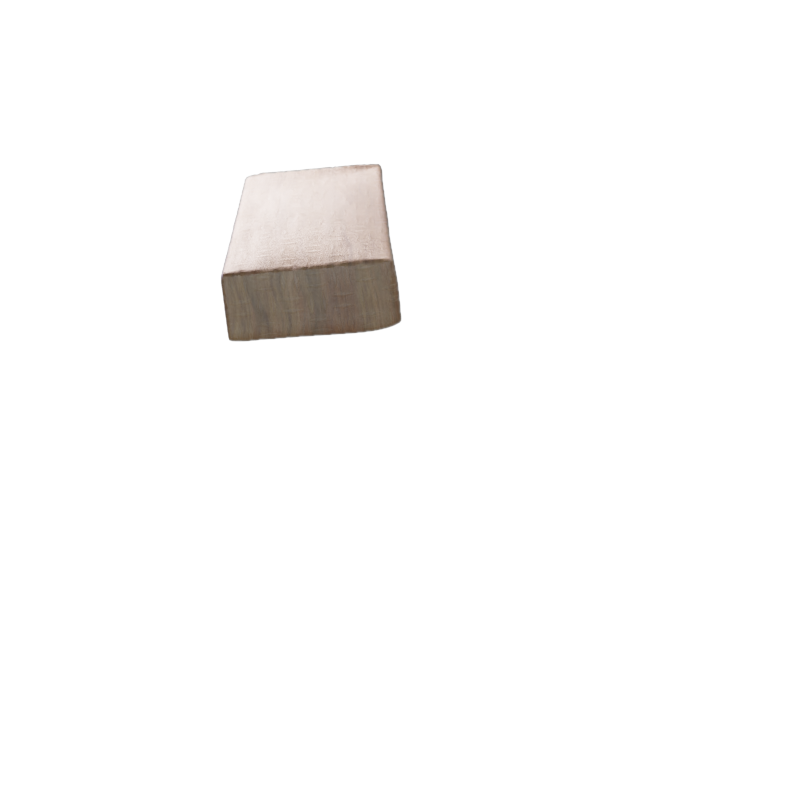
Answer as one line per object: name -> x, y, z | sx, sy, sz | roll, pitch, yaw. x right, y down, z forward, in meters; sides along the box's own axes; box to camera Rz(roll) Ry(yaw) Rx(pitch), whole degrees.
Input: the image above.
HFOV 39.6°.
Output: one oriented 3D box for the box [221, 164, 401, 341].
box -> -0.052, -0.094, 0.658 | 0.093, 0.045, 0.187 | -5, 29, -1
